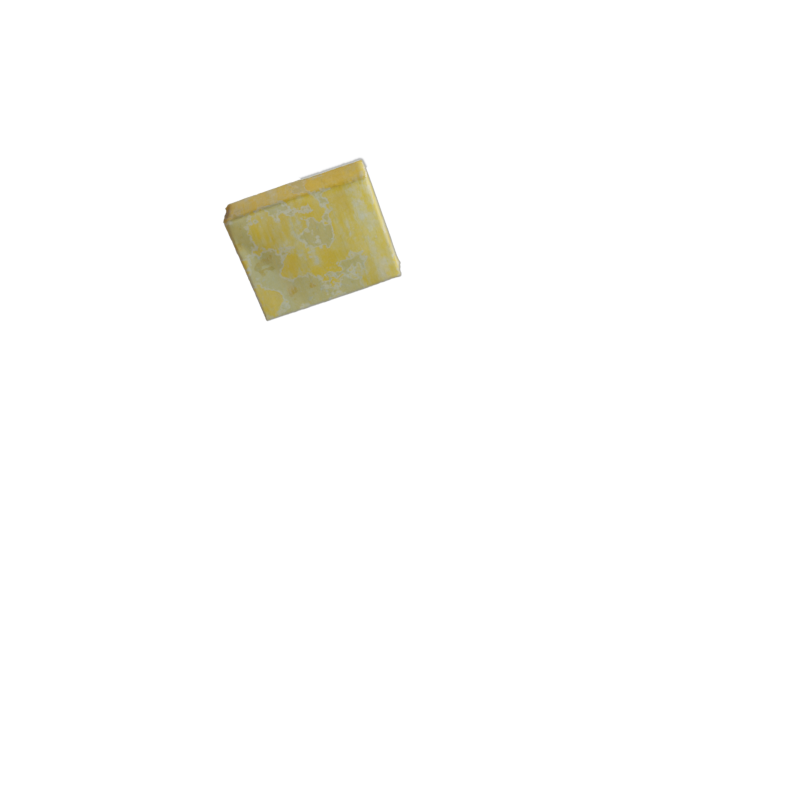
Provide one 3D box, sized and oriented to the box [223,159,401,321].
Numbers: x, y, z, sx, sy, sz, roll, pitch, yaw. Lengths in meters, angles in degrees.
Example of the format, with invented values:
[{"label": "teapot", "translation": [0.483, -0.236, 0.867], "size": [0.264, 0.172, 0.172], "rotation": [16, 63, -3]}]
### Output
[{"label": "box", "translation": [-0.066, -0.120, 0.838], "size": [0.114, 0.084, 0.041], "rotation": [-17, 27, 8]}]
